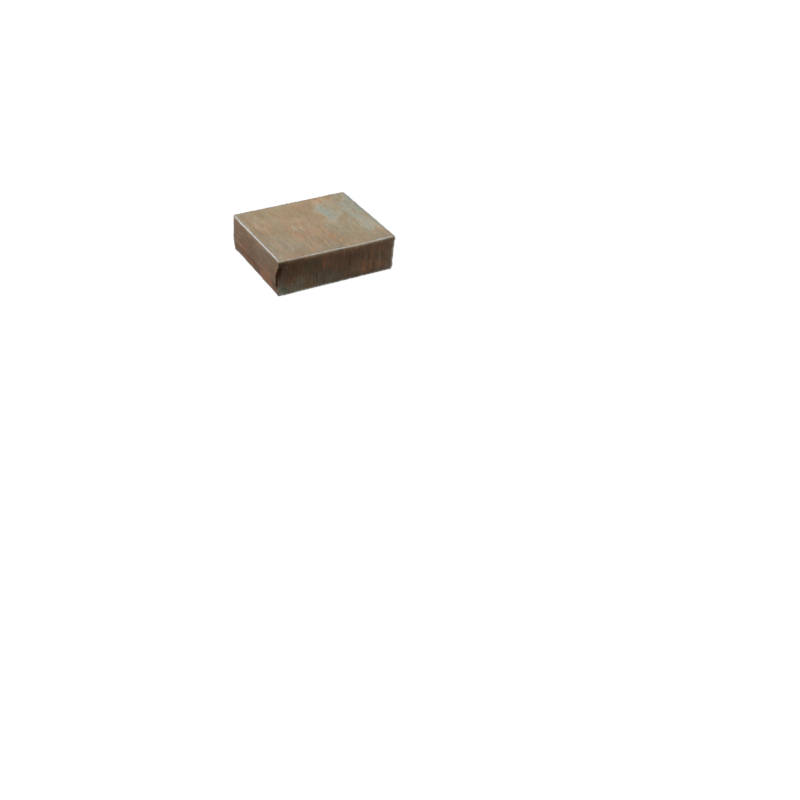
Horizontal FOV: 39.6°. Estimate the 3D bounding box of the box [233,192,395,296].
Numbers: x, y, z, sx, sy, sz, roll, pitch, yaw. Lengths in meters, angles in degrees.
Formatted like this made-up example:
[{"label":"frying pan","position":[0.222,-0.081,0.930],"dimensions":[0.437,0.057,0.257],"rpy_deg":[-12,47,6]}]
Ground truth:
[{"label":"box","position":[-0.074,-0.136,0.950],"dimensions":[0.112,0.036,0.097],"rpy_deg":[-18,39,-24]}]
